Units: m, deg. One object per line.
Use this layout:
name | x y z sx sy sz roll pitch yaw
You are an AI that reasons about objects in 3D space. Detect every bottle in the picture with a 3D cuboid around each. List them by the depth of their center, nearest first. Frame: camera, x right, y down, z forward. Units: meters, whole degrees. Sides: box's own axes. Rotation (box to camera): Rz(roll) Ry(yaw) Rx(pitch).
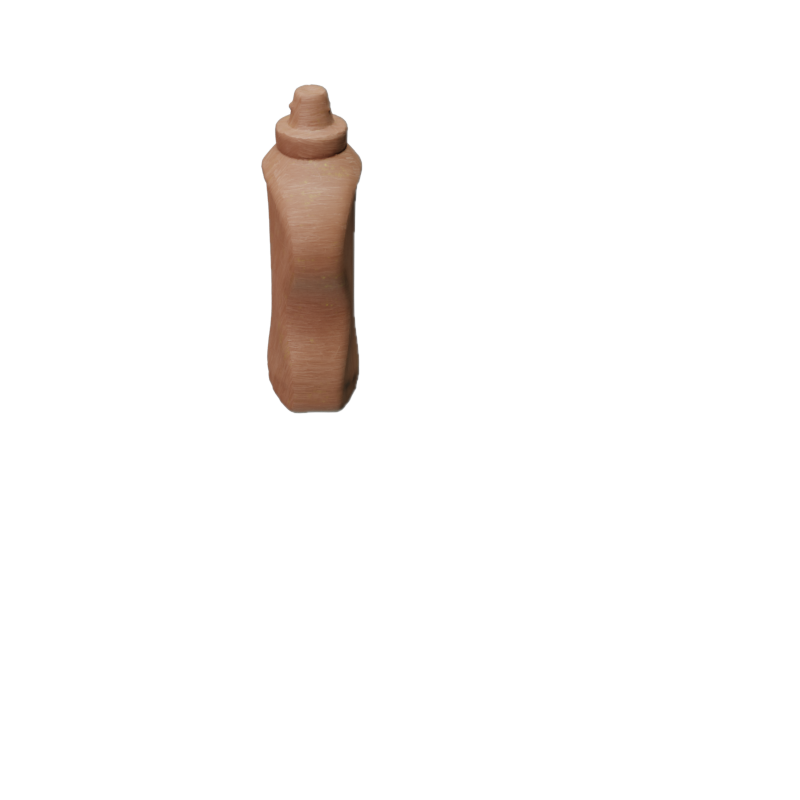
bottle | -0.052 -0.094 0.657 0.058 0.180 0.102 0 32 -4
